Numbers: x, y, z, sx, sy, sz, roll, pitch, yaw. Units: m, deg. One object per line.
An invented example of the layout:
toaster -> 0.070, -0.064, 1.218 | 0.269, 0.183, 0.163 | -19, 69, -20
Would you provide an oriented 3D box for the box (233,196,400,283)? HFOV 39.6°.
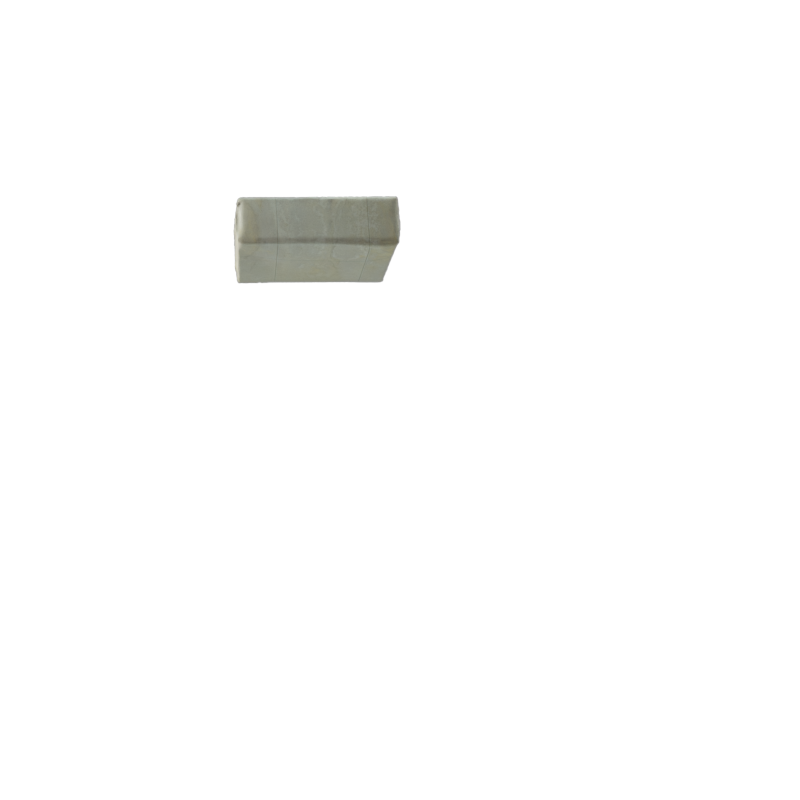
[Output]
box -> -0.062, -0.113, 0.788 | 0.113, 0.040, 0.087 | 1, -13, -6
